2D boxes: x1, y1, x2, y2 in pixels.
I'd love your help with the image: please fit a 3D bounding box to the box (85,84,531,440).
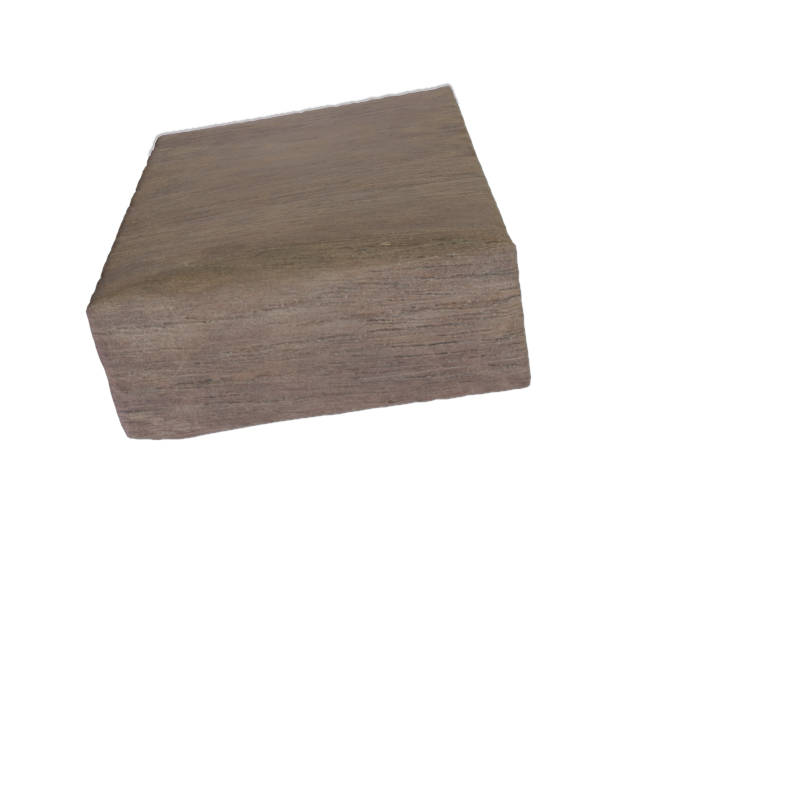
[{"bbox_3d":[-0.040,-0.074,0.515,0.164,0.068,0.226,-9,29,2],"label":"box"}]
